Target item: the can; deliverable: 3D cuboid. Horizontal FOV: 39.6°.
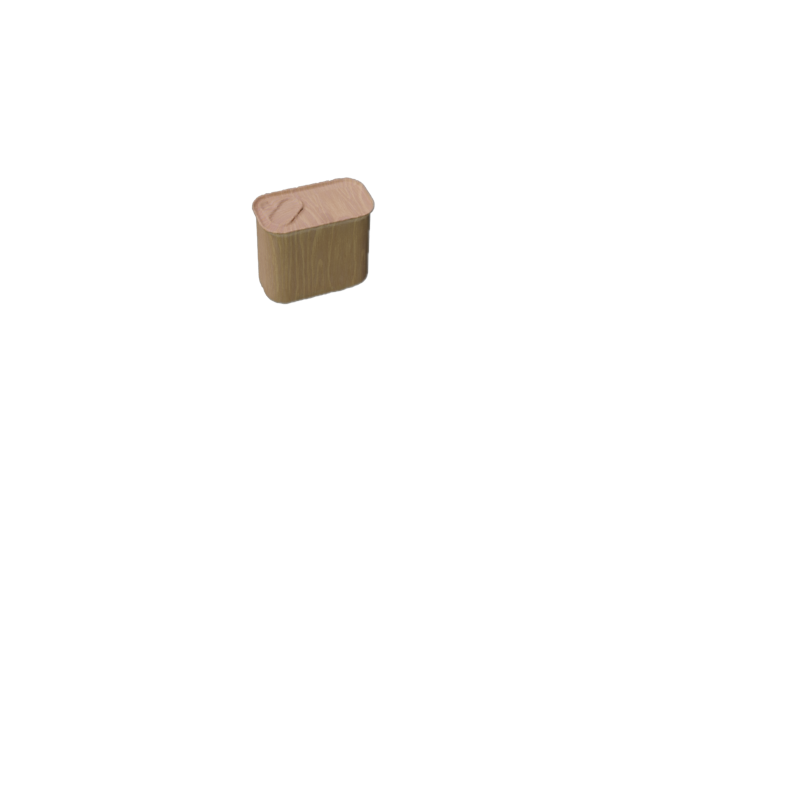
[{"bbox_3d":[-0.076,-0.138,0.967,0.101,0.078,0.062,-14,46,-16],"label":"can"}]
